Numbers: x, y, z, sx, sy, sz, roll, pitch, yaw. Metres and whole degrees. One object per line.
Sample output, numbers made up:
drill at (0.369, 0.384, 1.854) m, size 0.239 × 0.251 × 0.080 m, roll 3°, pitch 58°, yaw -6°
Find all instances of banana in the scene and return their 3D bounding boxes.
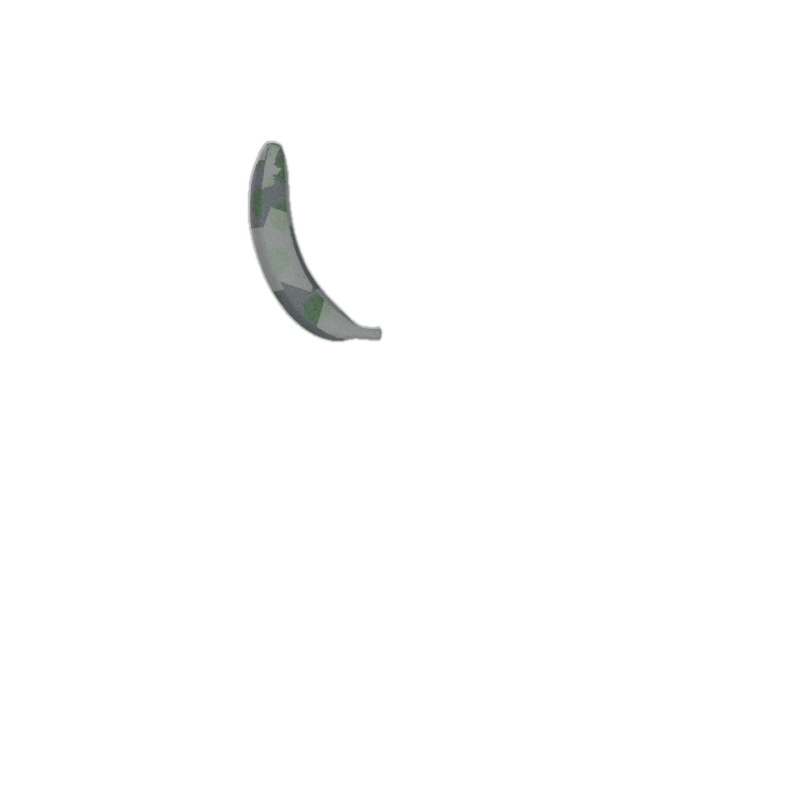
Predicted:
banana at (-0.091, -0.127, 0.977) m, size 0.069 × 0.195 × 0.037 m, roll -29°, pitch 5°, yaw 3°
